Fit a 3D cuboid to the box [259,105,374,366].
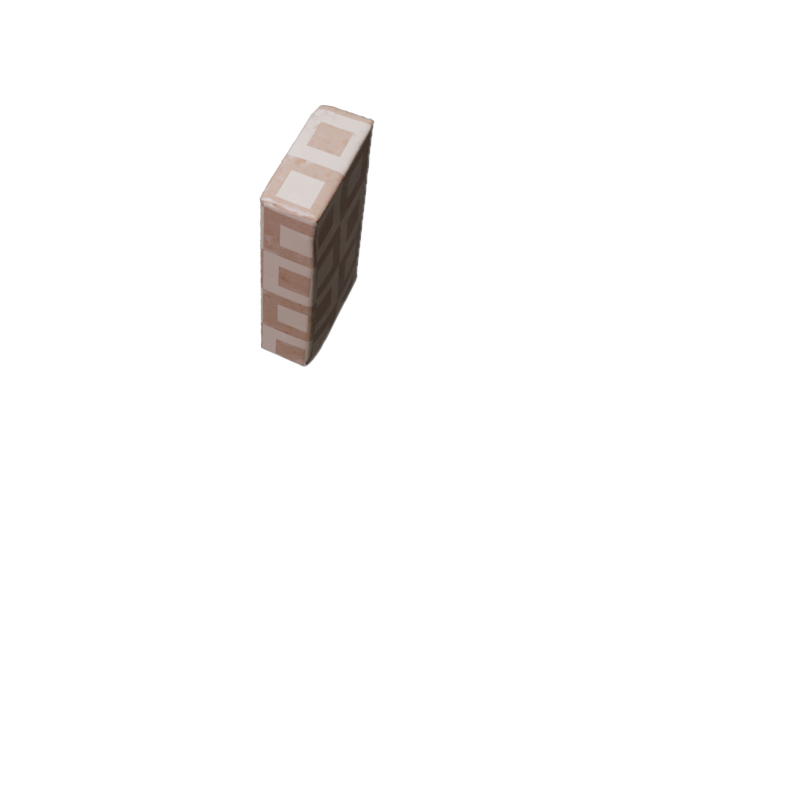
[{"bbox_3d":[-0.059,-0.108,0.752,0.049,0.097,0.165,20,-32,9],"label":"box"}]
